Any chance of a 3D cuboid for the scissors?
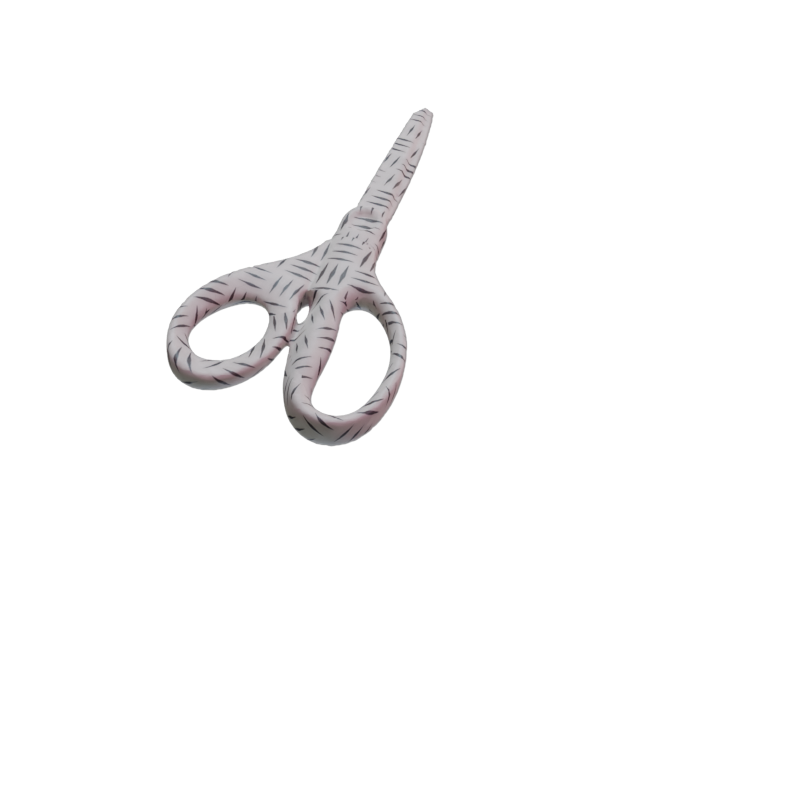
[{"bbox_3d":[-0.035,-0.064,0.447,0.096,0.015,0.216,1,44,1],"label":"scissors"}]
